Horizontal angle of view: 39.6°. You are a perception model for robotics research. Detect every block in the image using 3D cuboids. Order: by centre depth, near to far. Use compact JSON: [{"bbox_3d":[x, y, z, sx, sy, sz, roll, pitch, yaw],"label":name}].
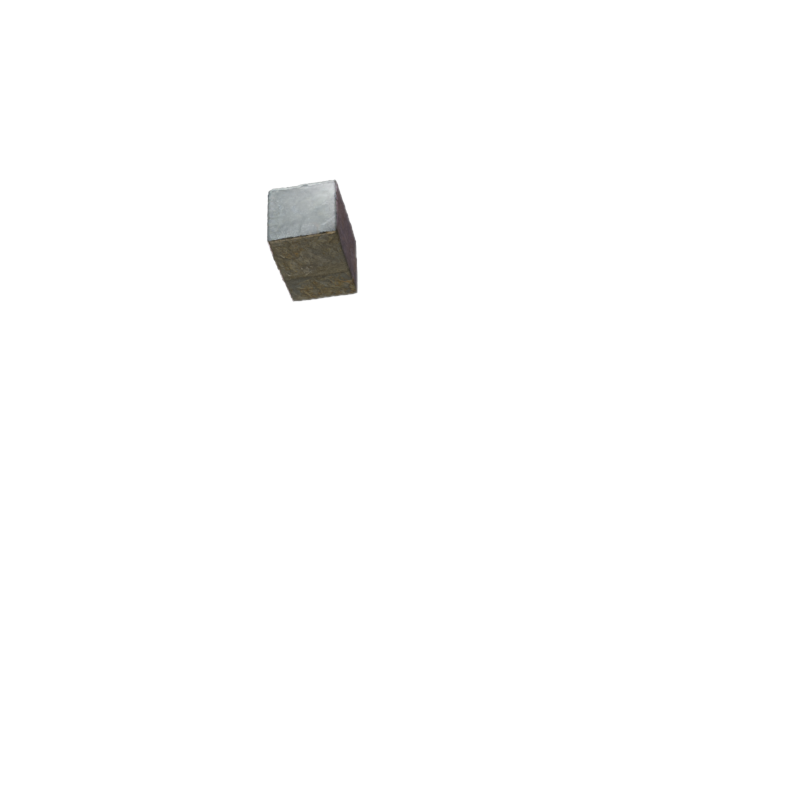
[{"bbox_3d":[-0.064,-0.117,0.821,0.053,0.055,0.072,-7,-35,8],"label":"block"}]
